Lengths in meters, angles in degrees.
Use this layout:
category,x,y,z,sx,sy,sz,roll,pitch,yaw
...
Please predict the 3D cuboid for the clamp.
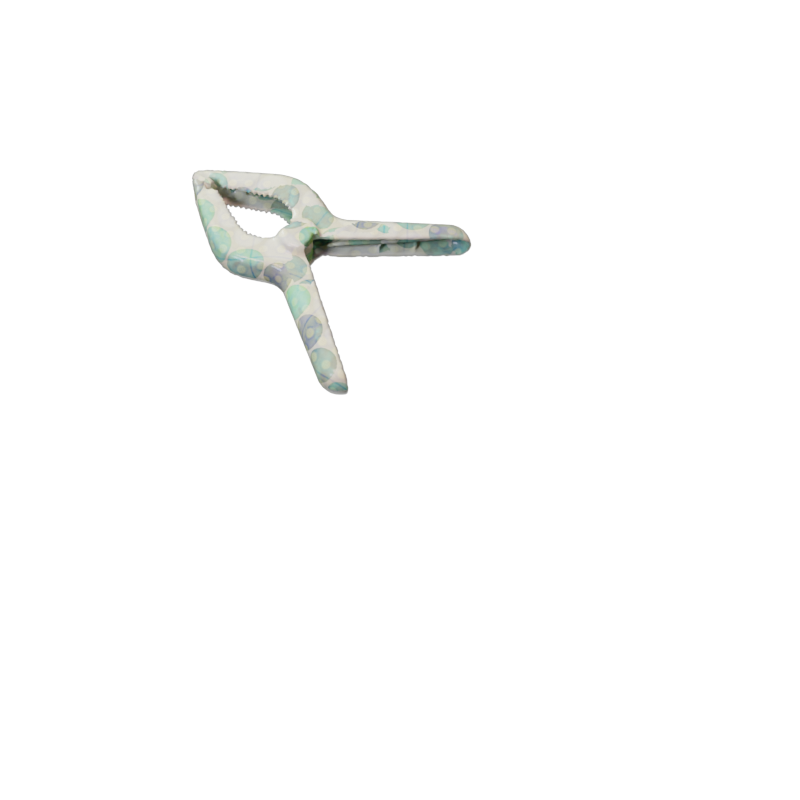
category,x,y,z,sx,sy,sz,roll,pitch,yaw
clamp,-0.064,-0.118,0.823,0.222,0.166,0.034,38,-27,23
